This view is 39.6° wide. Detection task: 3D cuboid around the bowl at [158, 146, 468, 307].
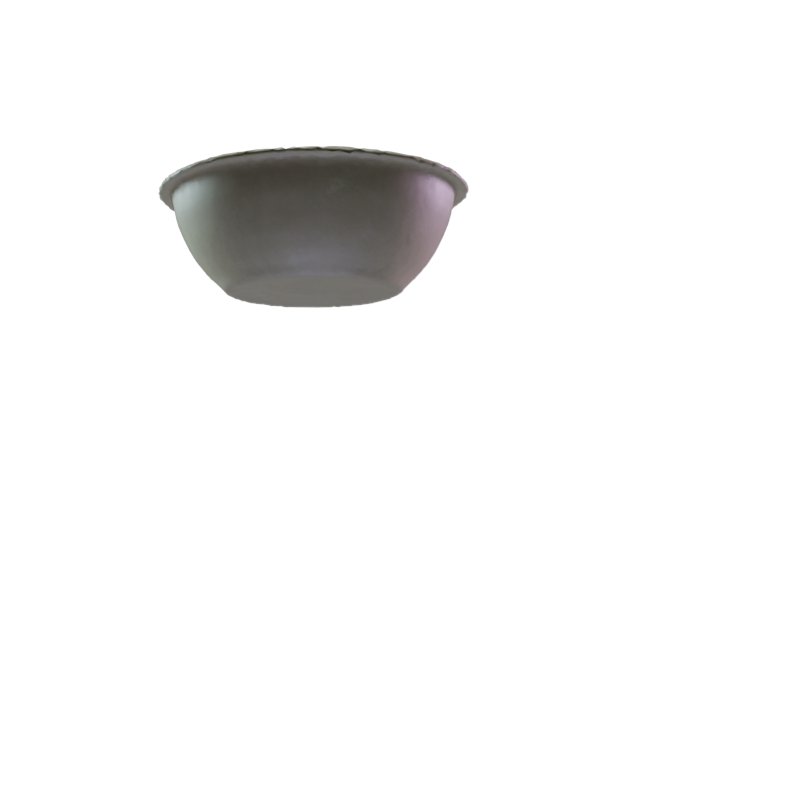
[{"bbox_3d":[-0.045,-0.082,0.578,0.162,0.056,0.159,0,-6,-2],"label":"bowl"}]
